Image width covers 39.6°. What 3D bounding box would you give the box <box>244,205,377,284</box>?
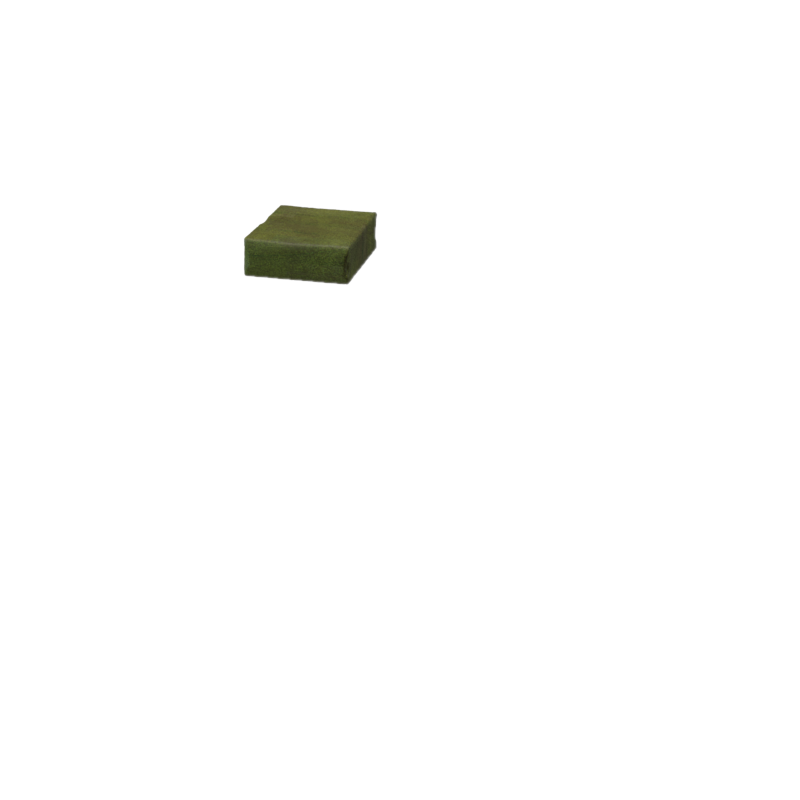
[{"bbox_3d":[-0.060,-0.110,0.769,0.075,0.029,0.092,6,25,12],"label":"box"}]
